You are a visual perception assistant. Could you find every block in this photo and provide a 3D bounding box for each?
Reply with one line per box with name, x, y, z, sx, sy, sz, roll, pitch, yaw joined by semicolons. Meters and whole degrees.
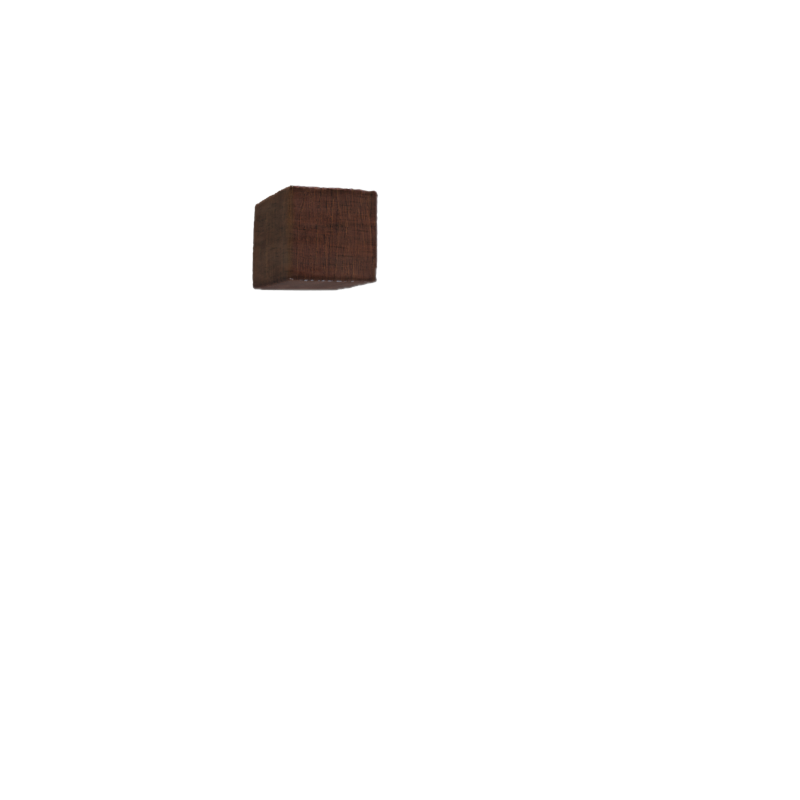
block;-0.050;-0.090;0.633;0.051;0.052;0.079;1;-1;-21
